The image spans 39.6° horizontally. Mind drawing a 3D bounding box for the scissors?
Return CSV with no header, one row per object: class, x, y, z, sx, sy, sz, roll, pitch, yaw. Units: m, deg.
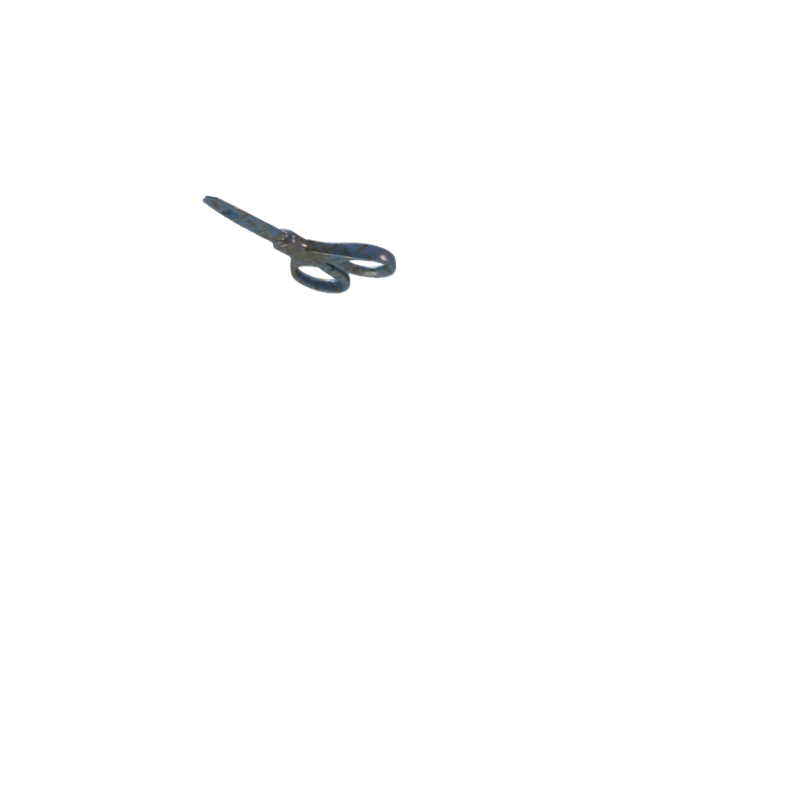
scissors,-0.067,-0.121,0.850,0.098,0.016,0.190,-4,-16,16
